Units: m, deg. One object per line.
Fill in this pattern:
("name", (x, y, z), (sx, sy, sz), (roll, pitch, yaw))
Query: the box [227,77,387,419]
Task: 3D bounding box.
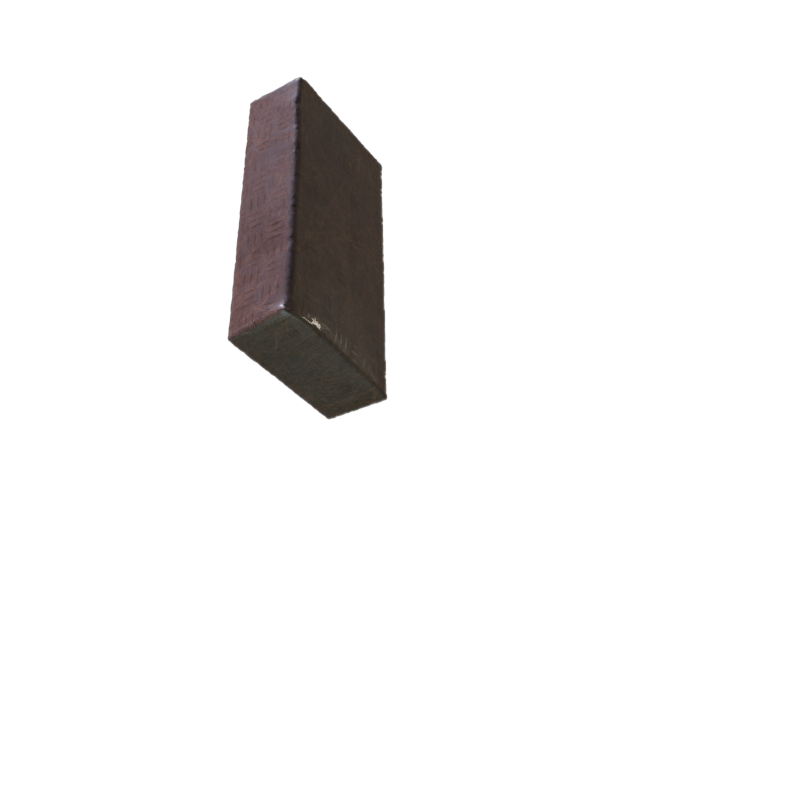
("box", (-0.049, -0.089, 0.626), (0.048, 0.189, 0.086), (-25, -44, 24))
